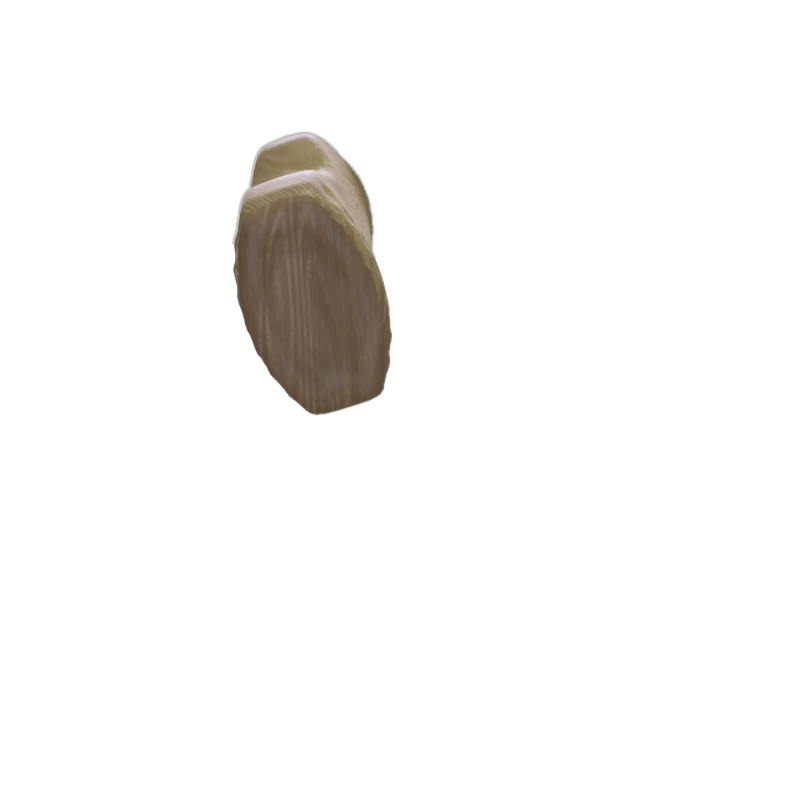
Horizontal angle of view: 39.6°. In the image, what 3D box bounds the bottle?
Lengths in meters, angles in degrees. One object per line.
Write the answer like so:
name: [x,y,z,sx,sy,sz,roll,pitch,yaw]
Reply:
bottle: [-0.041,-0.075,0.526,0.058,0.091,0.201,-19,22,4]
